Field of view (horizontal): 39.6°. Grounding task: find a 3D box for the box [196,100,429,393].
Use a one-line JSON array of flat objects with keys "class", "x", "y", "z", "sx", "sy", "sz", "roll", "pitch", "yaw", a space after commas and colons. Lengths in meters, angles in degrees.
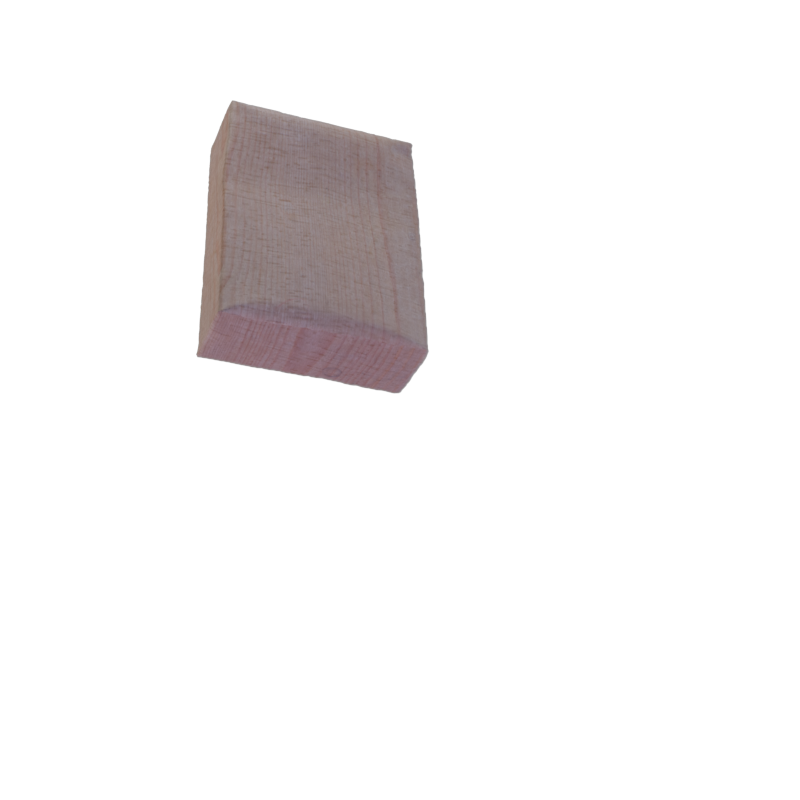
[{"class": "box", "x": -0.068, "y": -0.124, "z": 0.869, "sx": 0.160, "sy": 0.229, "sz": 0.069, "roll": 10, "pitch": -37, "yaw": -17}]
